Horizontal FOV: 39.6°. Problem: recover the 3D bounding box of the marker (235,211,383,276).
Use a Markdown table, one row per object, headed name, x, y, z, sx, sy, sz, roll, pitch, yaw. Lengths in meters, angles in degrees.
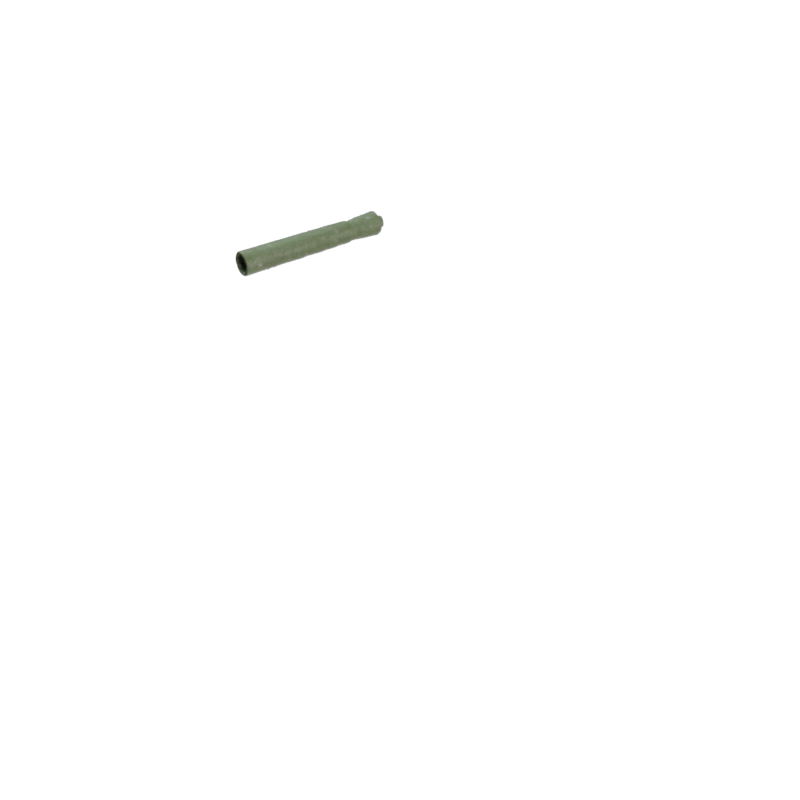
| name | x | y | z | sx | sy | sz | roll | pitch | yaw |
| --- | --- | --- | --- | --- | --- | --- | --- | --- | --- |
| marker | -0.064 | -0.117 | 0.820 | 0.120 | 0.019 | 0.020 | -22 | 14 | -27 |
